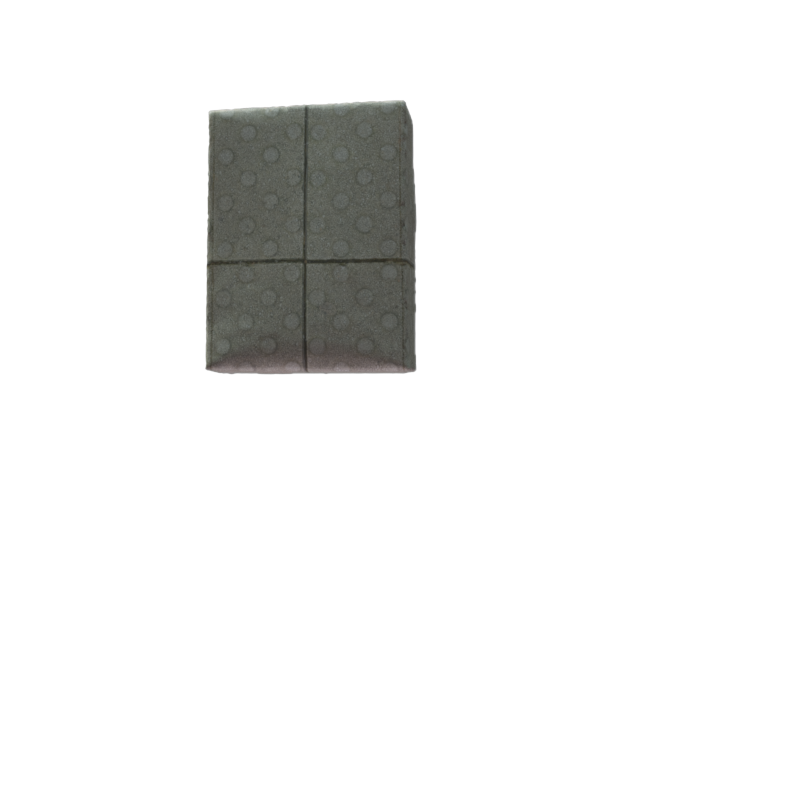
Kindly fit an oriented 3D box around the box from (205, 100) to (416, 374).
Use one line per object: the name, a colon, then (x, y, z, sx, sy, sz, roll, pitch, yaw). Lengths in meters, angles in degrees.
box: (-0.071, -0.129, 0.904, 0.166, 0.218, 0.070, -1, -7, 10)
